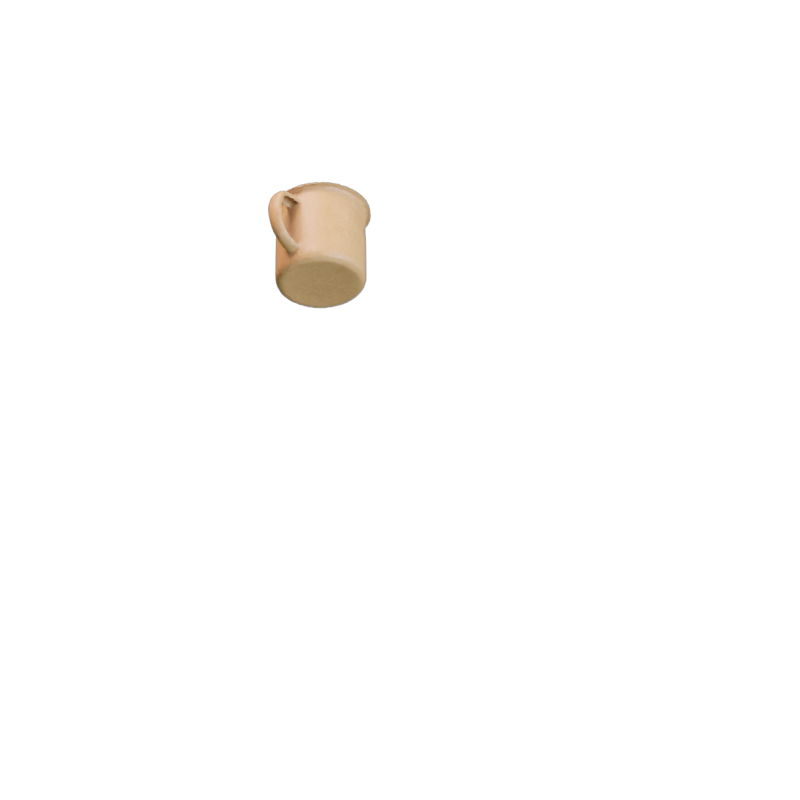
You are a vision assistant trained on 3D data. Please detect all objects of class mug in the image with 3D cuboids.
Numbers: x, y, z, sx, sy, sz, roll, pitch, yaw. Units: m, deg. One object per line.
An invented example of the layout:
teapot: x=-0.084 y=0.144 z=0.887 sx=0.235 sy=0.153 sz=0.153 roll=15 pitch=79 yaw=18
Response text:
mug: x=-0.078 y=-0.142 z=0.996 sx=0.094 sy=0.087 sz=0.108 roll=-21 pitch=-39 yaw=26
